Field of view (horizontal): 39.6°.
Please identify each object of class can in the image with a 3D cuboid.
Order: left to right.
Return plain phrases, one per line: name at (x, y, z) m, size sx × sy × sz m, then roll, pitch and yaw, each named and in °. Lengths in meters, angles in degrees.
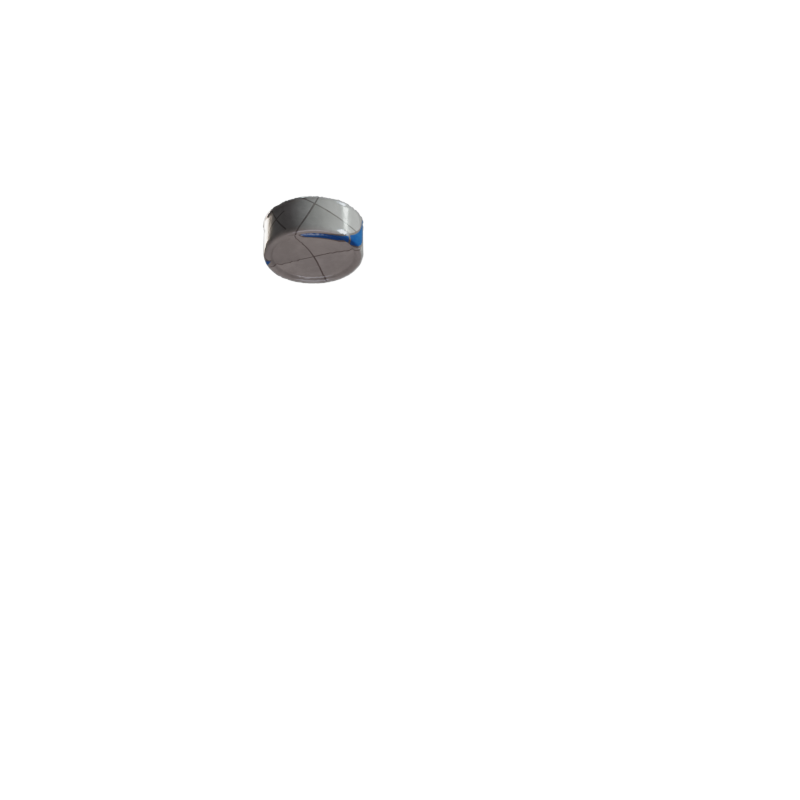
can at (-0.073, -0.134, 0.937) m, size 0.086 × 0.036 × 0.081 m, roll 1°, pitch -29°, yaw -2°
